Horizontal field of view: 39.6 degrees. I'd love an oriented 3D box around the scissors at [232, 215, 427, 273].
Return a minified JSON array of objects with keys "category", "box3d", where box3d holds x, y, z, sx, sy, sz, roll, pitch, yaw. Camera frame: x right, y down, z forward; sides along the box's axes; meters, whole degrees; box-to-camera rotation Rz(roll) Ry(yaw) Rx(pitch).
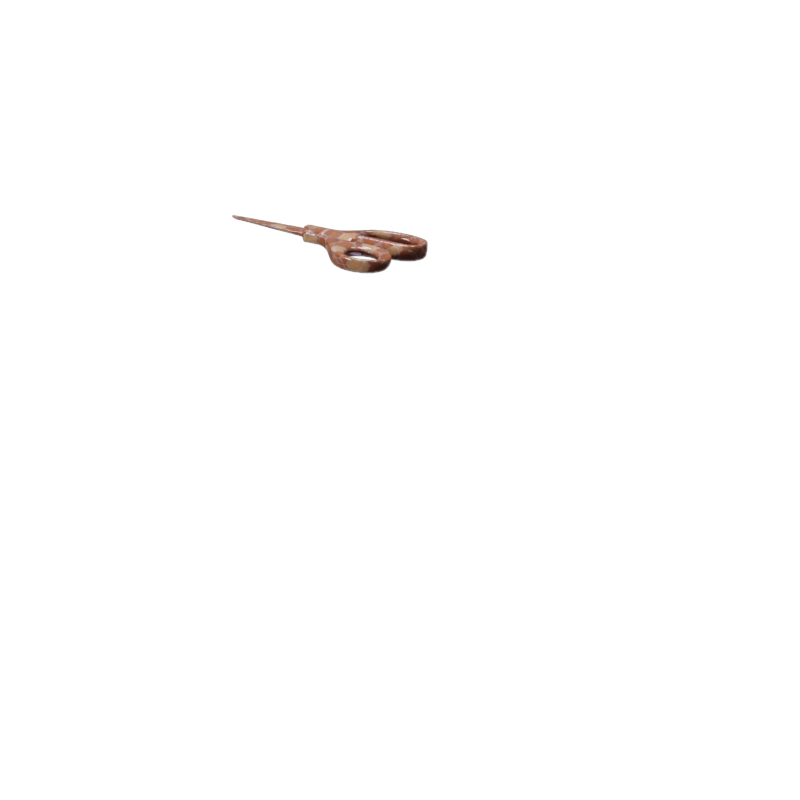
[{"category":"scissors","box3d":[-0.077,-0.141,0.989,0.208,0.015,0.098,9,26,19]}]
